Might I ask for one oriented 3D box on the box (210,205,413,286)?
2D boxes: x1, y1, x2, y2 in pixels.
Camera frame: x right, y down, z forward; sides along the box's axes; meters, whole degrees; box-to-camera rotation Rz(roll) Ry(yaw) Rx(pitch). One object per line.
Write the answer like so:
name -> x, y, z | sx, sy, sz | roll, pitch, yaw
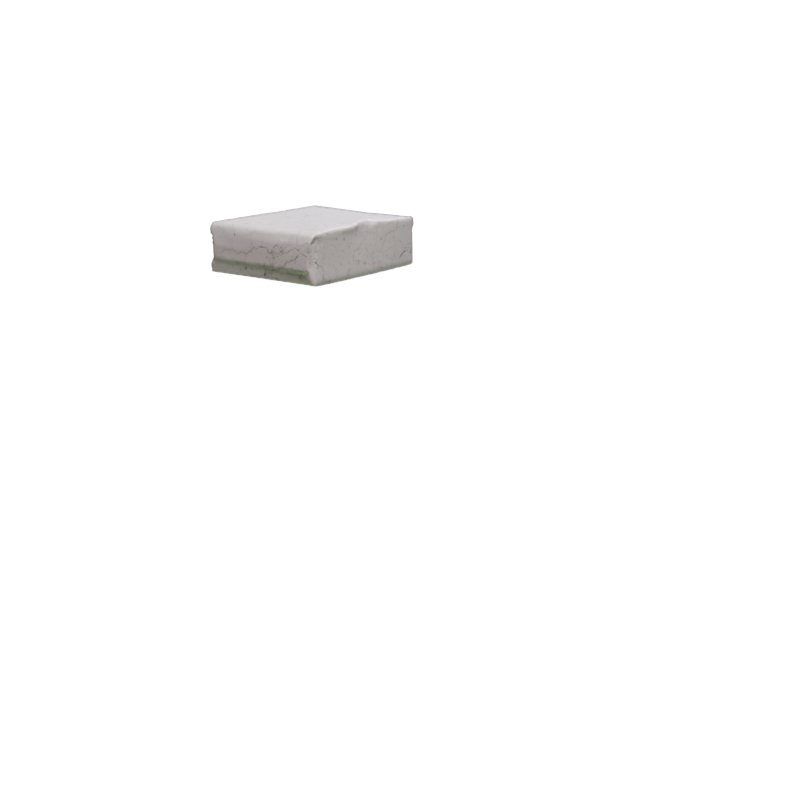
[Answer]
box -> -0.047, -0.086, 0.603 | 0.077, 0.029, 0.087 | 12, 20, 37
